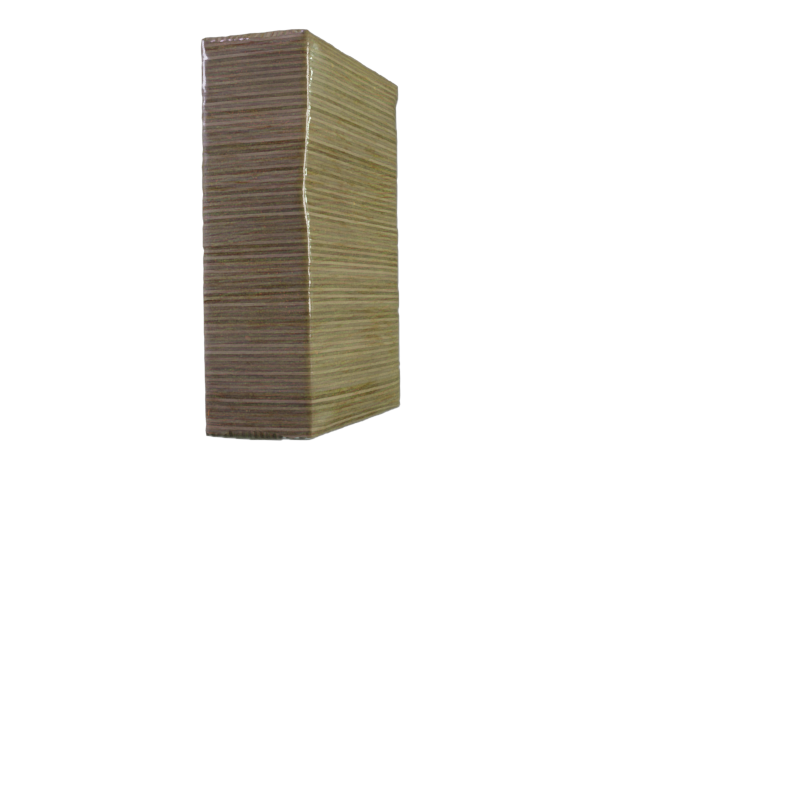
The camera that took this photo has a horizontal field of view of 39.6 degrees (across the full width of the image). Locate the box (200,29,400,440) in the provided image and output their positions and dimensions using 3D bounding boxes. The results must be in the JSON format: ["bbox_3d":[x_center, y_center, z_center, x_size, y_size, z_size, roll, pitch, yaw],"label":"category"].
[{"bbox_3d":[-0.051,-0.093,0.649,0.073,0.215,0.160,-1,0,18],"label":"box"}]
